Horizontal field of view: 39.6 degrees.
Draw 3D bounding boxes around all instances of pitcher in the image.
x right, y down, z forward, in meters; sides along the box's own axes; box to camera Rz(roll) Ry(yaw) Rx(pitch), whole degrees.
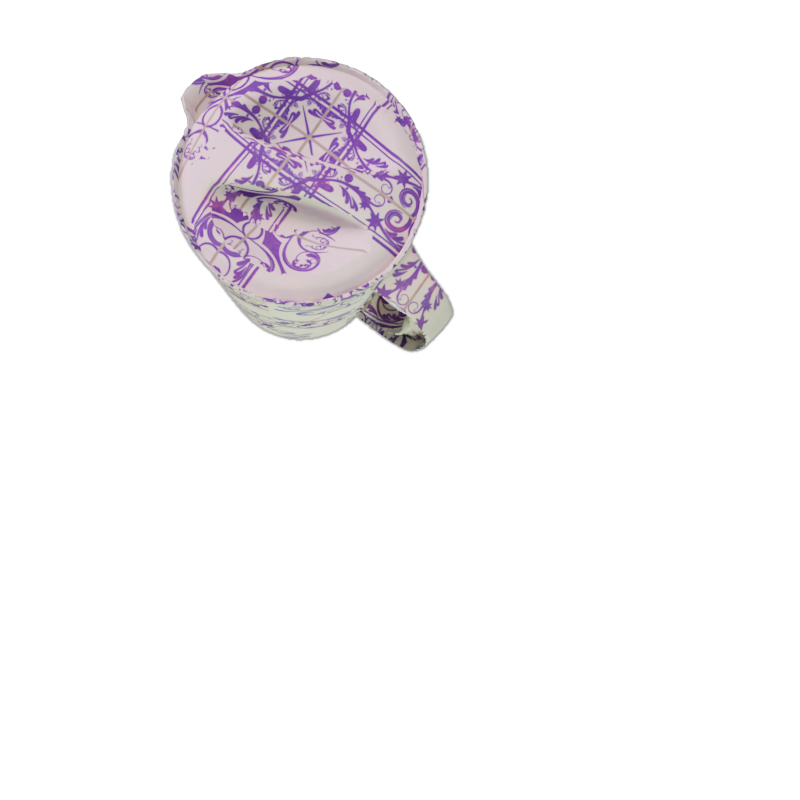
[{"bbox_3d":[-0.053,-0.097,0.680,0.144,0.153,0.238,-2,-7,-4],"label":"pitcher"}]
